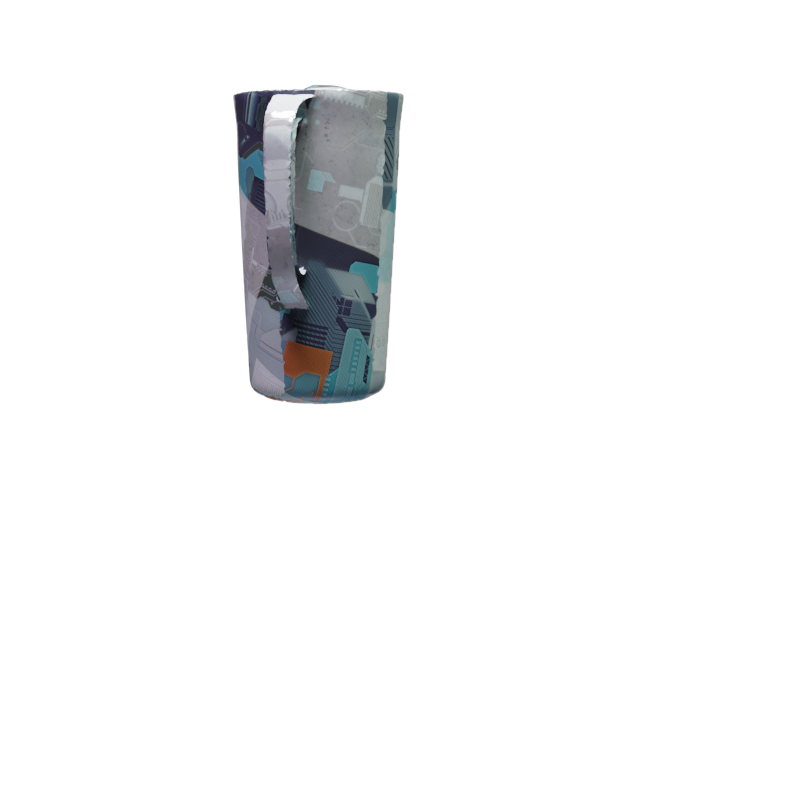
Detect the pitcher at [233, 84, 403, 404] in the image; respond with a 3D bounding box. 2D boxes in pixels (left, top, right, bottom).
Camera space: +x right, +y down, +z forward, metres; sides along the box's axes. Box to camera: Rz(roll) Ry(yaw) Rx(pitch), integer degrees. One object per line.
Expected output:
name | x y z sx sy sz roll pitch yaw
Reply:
pitcher | -0.068 -0.123 0.864 0.144 0.241 0.151 -3 6 -33
